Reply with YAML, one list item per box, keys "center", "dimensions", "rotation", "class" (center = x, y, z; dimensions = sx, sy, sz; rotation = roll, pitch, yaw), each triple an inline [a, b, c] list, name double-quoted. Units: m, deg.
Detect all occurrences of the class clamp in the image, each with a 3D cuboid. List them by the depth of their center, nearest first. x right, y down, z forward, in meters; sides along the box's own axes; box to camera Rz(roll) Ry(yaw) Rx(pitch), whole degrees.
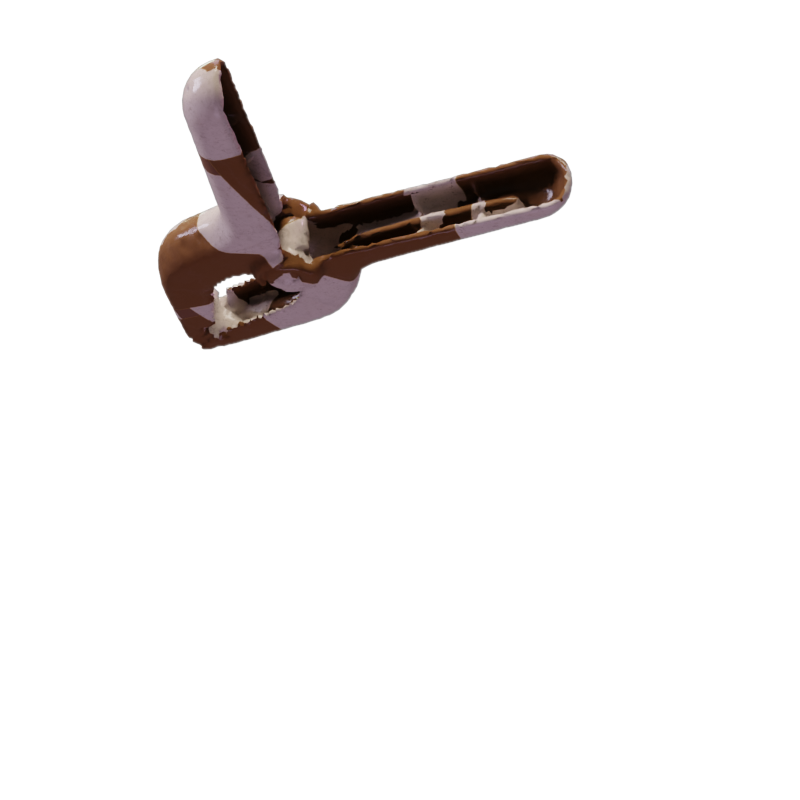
- center: [-0.038, -0.070, 0.490]
  dimensions: [0.159, 0.038, 0.205]
  rotation: [9, -23, -21]
  class: "clamp"
